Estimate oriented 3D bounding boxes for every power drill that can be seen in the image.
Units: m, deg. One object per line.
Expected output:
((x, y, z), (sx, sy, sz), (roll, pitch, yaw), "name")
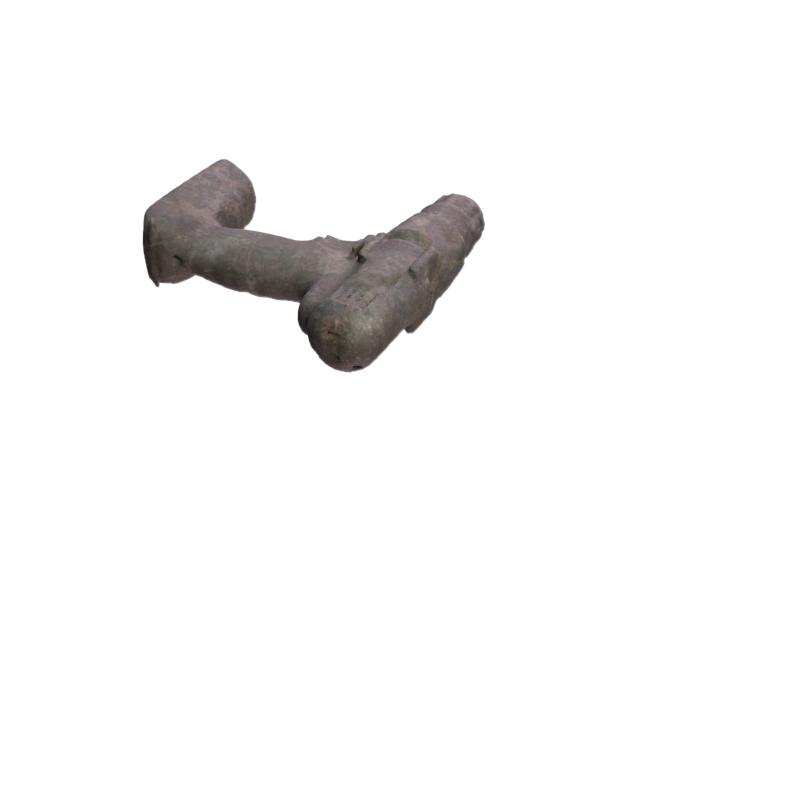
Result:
((-0.056, -0.102, 0.717), (0.196, 0.054, 0.188), (17, 38, 23), "power drill")
